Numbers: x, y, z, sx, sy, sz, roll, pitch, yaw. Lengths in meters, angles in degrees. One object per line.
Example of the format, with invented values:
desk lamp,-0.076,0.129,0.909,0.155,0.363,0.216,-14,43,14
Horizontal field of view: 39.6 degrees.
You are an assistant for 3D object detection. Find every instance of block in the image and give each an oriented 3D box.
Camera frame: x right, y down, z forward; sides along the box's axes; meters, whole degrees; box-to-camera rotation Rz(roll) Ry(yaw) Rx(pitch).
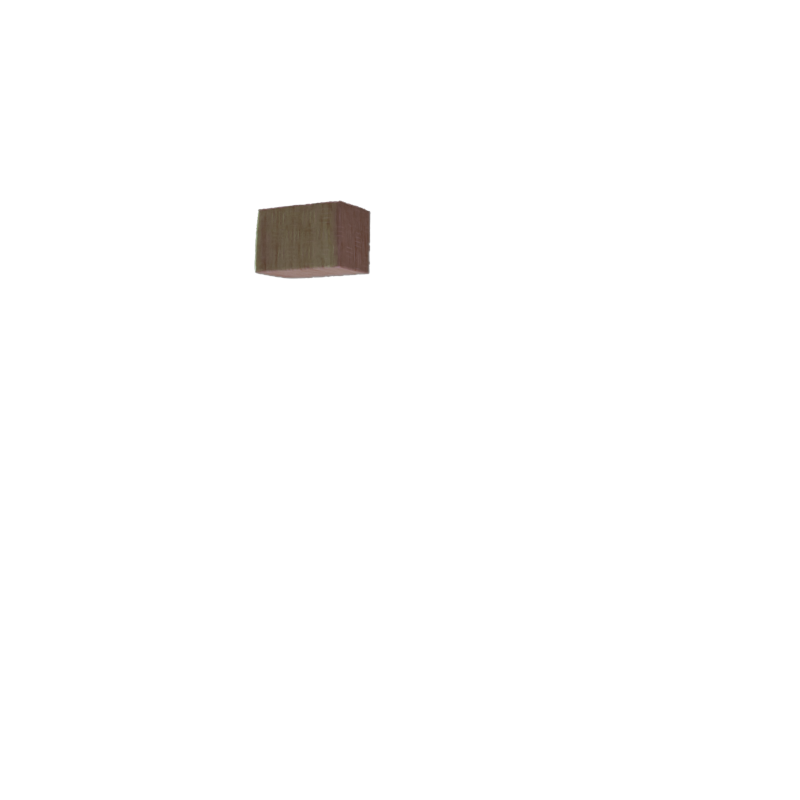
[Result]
block,-0.068,-0.125,0.873,0.080,0.052,0.050,-2,-5,28
